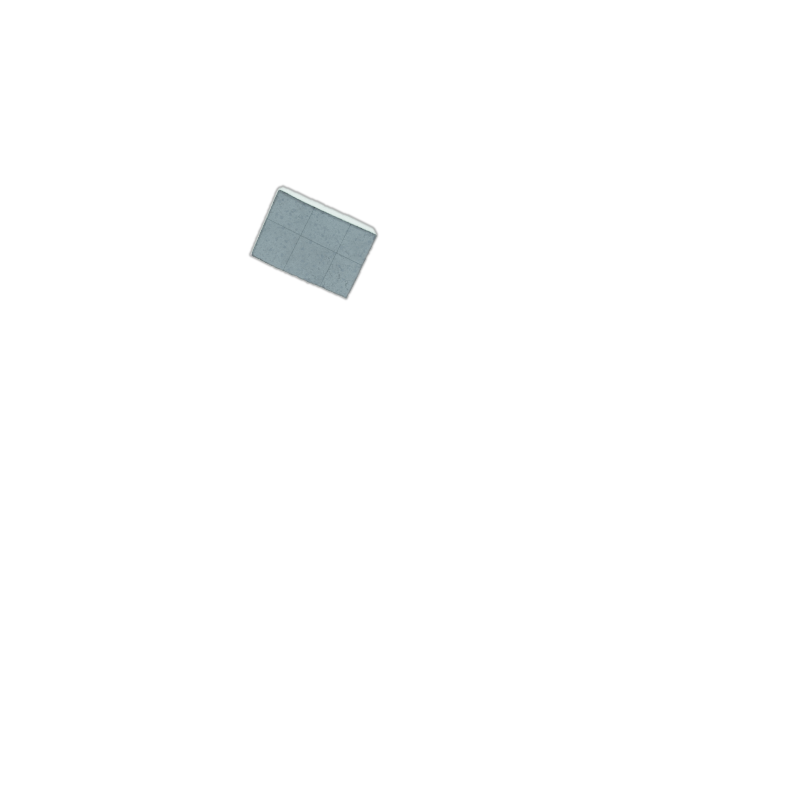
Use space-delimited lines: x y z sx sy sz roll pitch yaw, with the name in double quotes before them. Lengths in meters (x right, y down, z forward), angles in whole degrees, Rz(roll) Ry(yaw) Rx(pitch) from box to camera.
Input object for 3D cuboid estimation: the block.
"block" -0.062 -0.114 0.797 0.077 0.052 0.052 25 9 -5
